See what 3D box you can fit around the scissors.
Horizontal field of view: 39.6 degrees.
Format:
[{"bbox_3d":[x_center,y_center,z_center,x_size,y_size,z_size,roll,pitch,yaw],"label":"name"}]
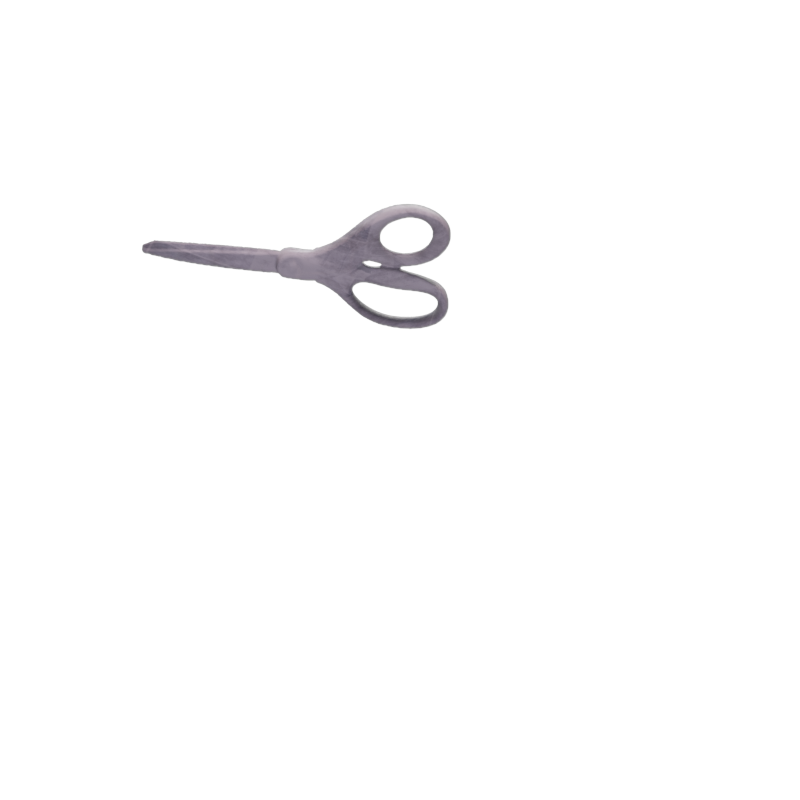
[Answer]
[{"bbox_3d":[-0.056,-0.102,0.713,0.197,0.093,0.017,19,26,-10],"label":"scissors"}]
